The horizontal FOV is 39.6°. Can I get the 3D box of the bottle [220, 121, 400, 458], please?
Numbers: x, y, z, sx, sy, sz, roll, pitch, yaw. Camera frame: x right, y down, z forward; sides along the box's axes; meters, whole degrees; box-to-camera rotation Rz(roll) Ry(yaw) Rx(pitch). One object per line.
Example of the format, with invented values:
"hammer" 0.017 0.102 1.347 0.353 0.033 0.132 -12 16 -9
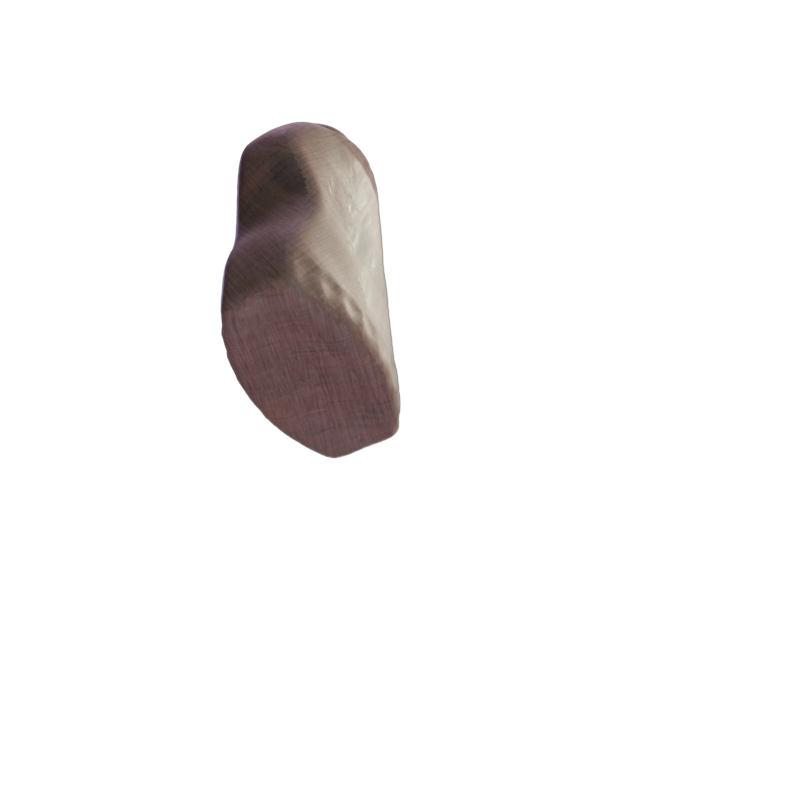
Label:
"bottle" -0.039 -0.073 0.509 0.058 0.089 0.205 -25 37 16
